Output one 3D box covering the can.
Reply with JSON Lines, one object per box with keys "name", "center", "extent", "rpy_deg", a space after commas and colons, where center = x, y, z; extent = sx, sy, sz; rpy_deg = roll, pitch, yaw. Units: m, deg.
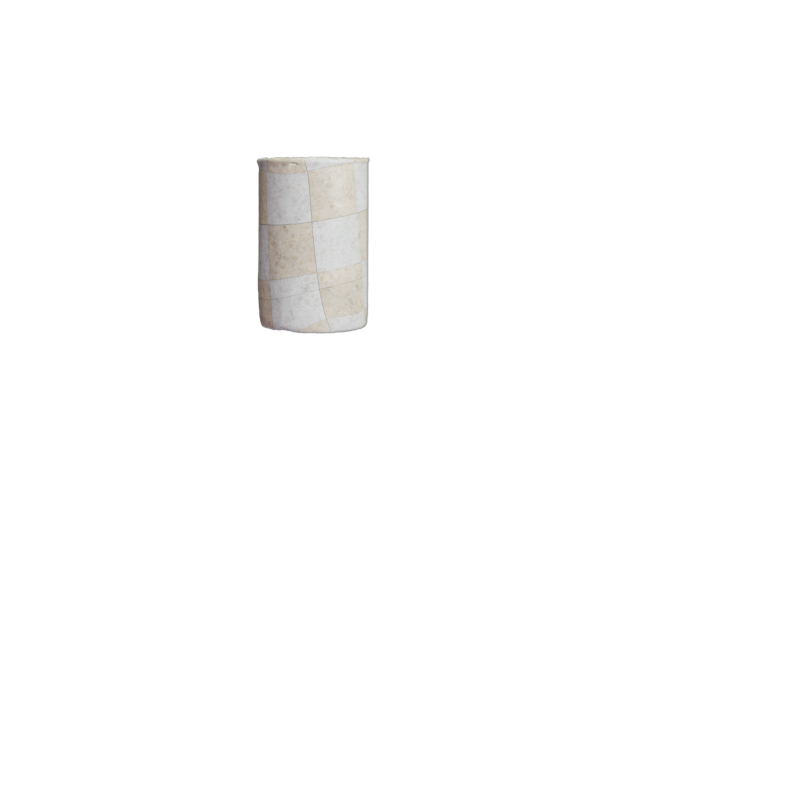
{"name": "can", "center": [-0.053, -0.096, 0.671], "extent": [0.068, 0.101, 0.070], "rpy_deg": [0, 8, -2]}
